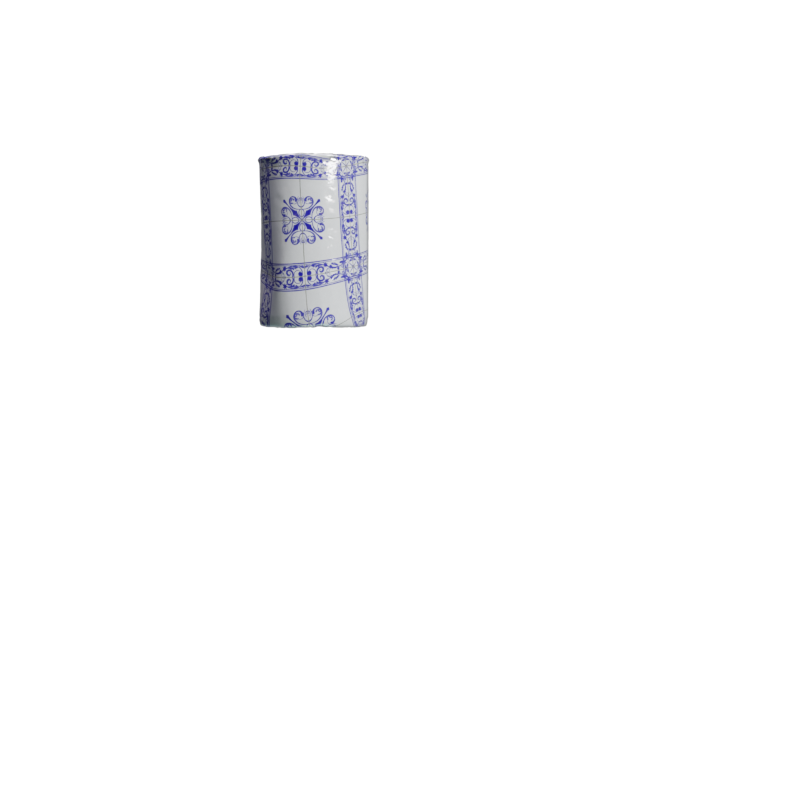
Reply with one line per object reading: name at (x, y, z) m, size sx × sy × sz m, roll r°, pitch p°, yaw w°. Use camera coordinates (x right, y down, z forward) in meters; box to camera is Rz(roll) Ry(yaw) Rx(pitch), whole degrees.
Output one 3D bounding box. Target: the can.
can at (-0.053, -0.096, 0.674) m, size 0.068 × 0.102 × 0.069 m, roll 0°, pitch 1°, yaw -2°
